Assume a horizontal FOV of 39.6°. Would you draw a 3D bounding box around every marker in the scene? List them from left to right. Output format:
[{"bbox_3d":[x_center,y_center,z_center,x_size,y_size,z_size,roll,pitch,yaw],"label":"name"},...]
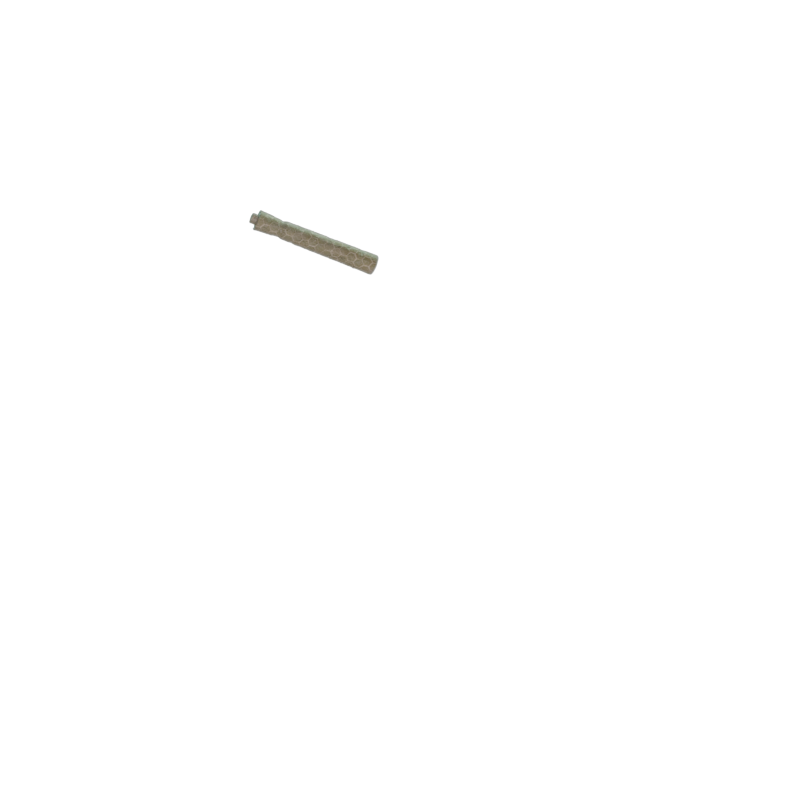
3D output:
[{"bbox_3d":[-0.078,-0.142,0.996,0.118,0.020,0.020,20,0,-10],"label":"marker"}]
